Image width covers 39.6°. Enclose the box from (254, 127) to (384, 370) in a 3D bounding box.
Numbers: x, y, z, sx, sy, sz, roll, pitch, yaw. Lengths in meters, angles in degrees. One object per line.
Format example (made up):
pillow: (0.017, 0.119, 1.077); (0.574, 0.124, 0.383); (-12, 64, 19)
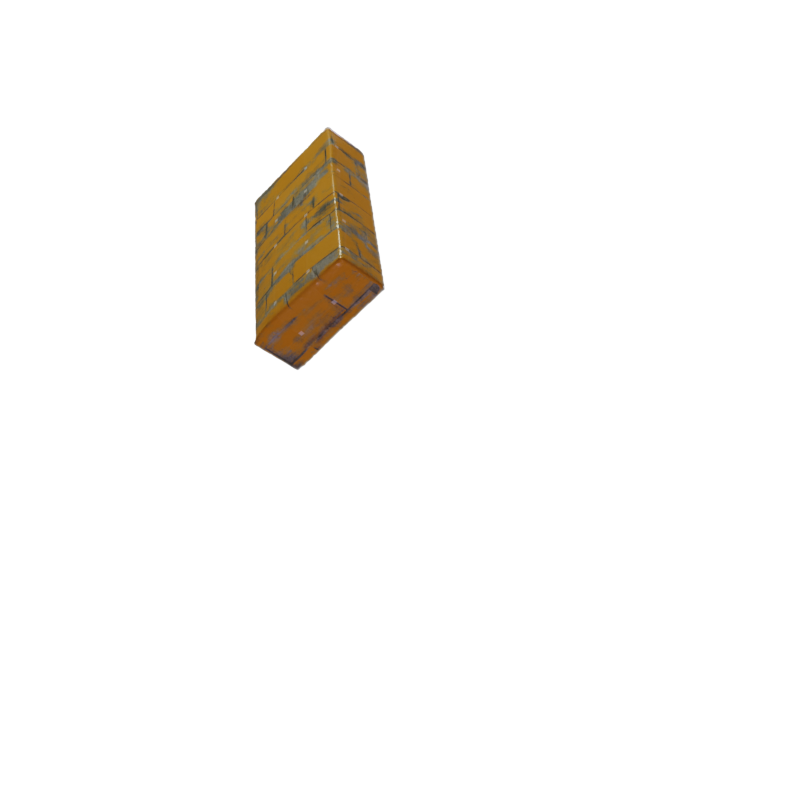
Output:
box: (-0.062, -0.114, 0.797); (0.045, 0.189, 0.092); (35, -61, -27)
